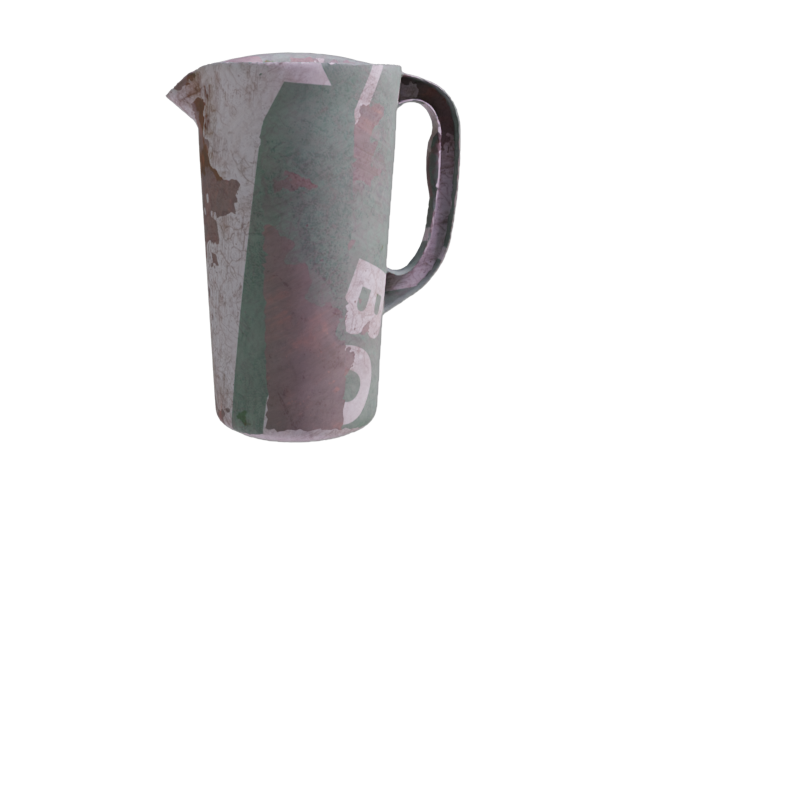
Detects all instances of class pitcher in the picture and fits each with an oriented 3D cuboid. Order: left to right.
[{"bbox_3d":[-0.057,-0.103,0.724,0.156,0.238,0.142,8,13,35],"label":"pitcher"}]
